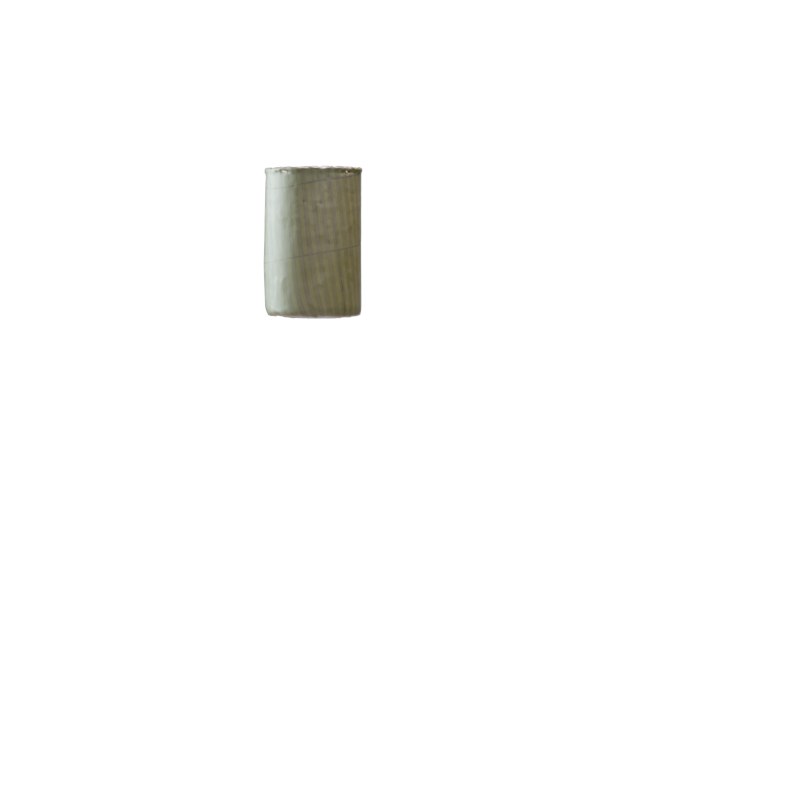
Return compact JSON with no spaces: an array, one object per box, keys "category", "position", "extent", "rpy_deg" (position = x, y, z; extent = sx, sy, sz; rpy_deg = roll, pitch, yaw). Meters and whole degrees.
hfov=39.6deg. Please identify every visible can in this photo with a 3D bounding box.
[{"category":"can","position":[-0.060,-0.110,0.769],"extent":[0.068,0.102,0.069],"rpy_deg":[0,3,-2]}]
